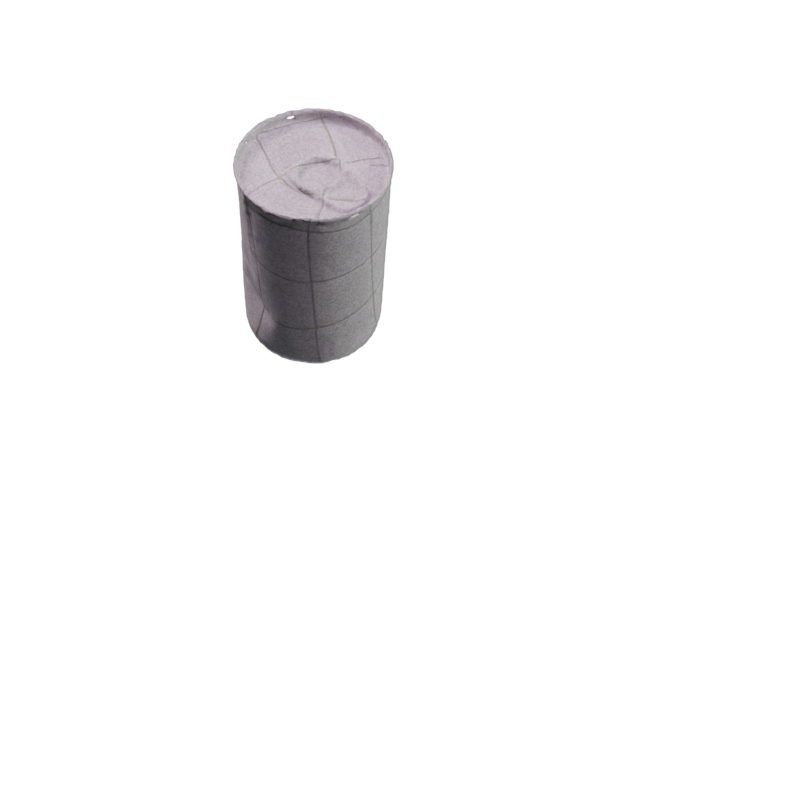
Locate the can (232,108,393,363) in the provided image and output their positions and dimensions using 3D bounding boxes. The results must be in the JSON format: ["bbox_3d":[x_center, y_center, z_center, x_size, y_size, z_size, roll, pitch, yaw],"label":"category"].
[{"bbox_3d":[-0.040,-0.072,0.505,0.068,0.073,0.095,0,-38,-3],"label":"can"}]
